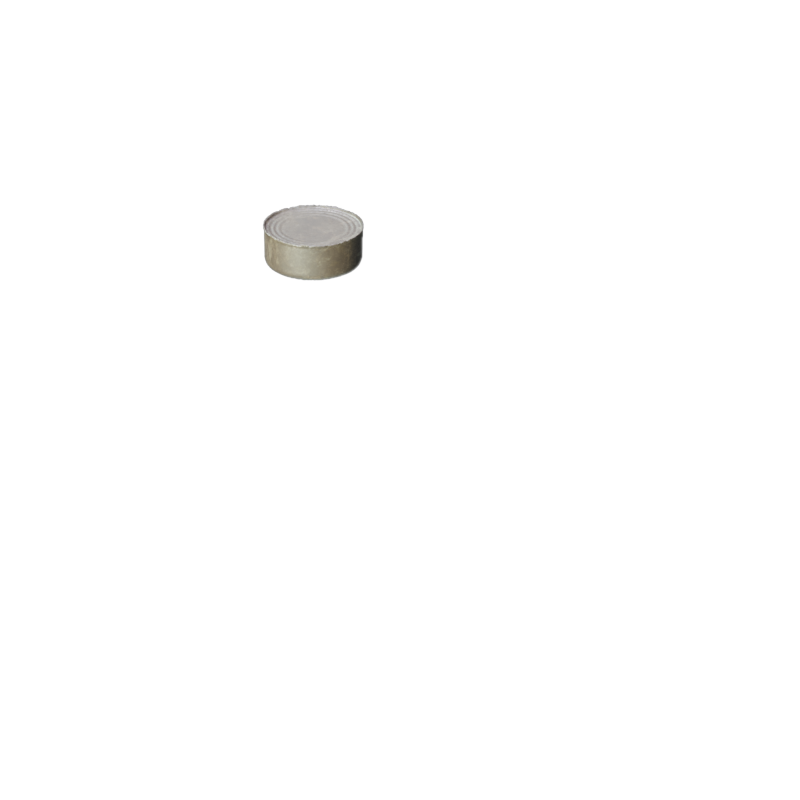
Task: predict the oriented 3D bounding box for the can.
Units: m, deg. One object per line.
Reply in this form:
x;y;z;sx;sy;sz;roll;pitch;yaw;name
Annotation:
-0.074;-0.135;0.947;0.086;0.032;0.091;-1;31;-2;can
